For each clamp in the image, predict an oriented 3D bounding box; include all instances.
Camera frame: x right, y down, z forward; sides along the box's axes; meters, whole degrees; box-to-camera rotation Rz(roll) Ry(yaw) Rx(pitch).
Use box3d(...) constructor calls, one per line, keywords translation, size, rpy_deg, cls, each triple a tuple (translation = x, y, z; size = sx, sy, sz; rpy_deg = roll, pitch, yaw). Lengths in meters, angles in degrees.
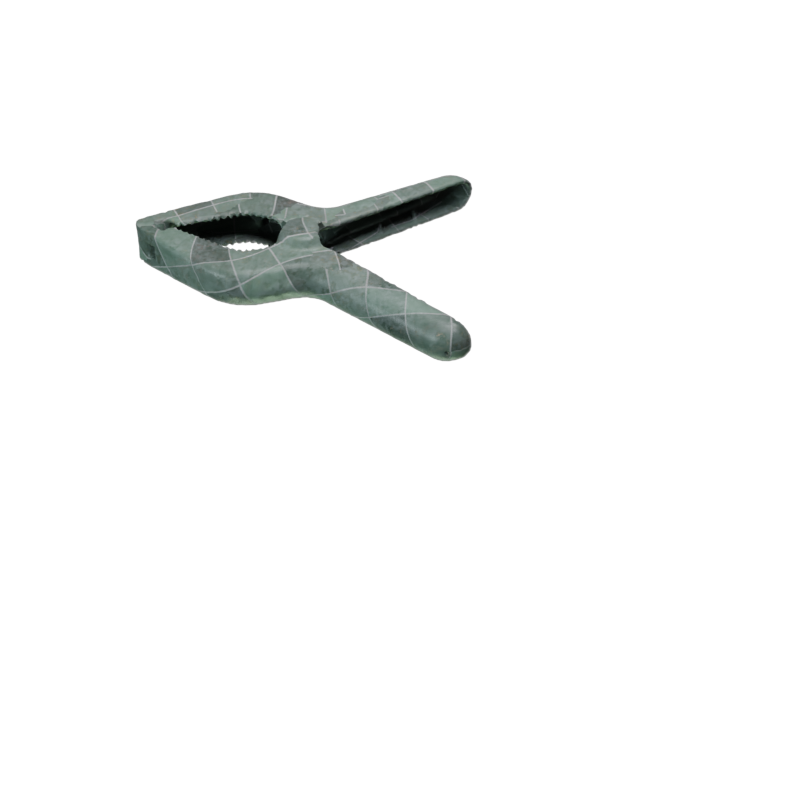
box3d(translation=(-0.053, -0.096, 0.674), size=(0.214, 0.034, 0.173), rpy_deg=(8, 40, 9), cls="clamp")
